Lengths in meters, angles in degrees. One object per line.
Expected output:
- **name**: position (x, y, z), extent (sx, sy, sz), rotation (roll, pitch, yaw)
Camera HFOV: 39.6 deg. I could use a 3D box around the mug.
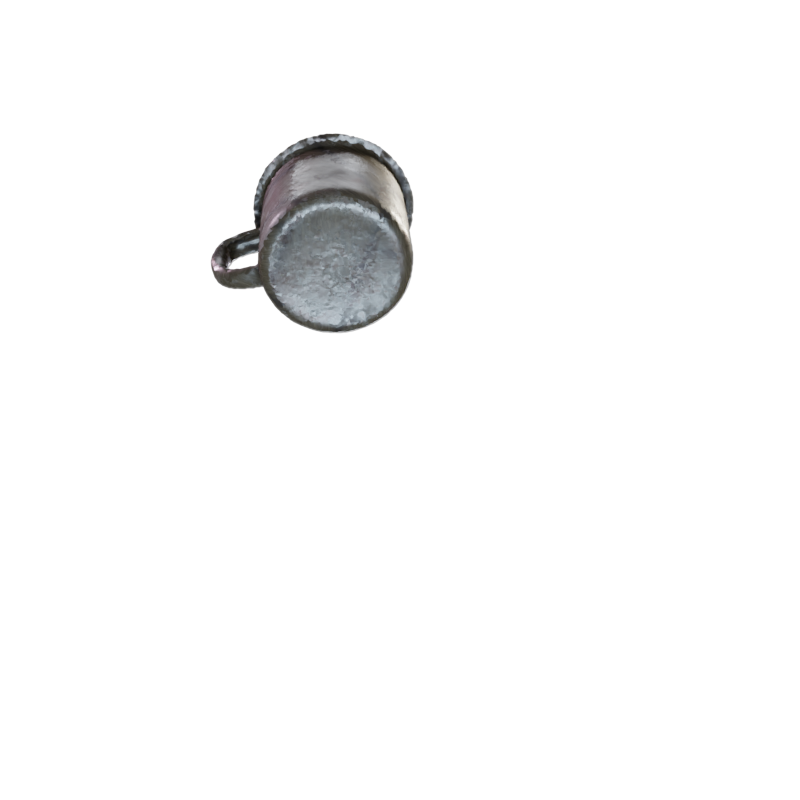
- **mug**: position (-0.048, -0.087, 0.609), extent (0.117, 0.088, 0.086), rotation (-12, 27, 4)
